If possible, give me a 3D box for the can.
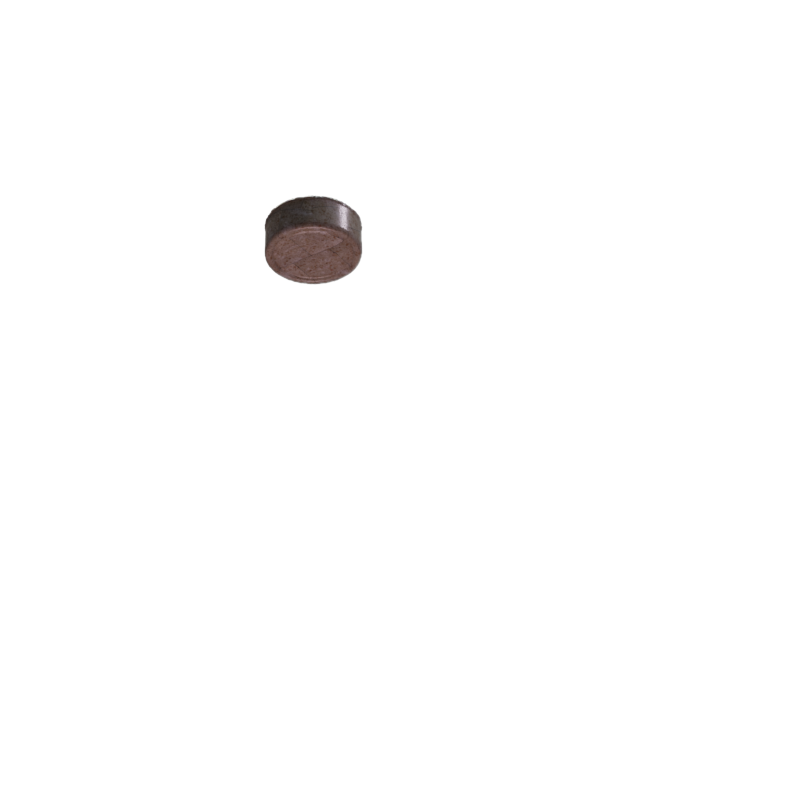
[{"bbox_3d":[-0.076,-0.138,0.966,0.086,0.036,0.080,1,-33,-2],"label":"can"}]
